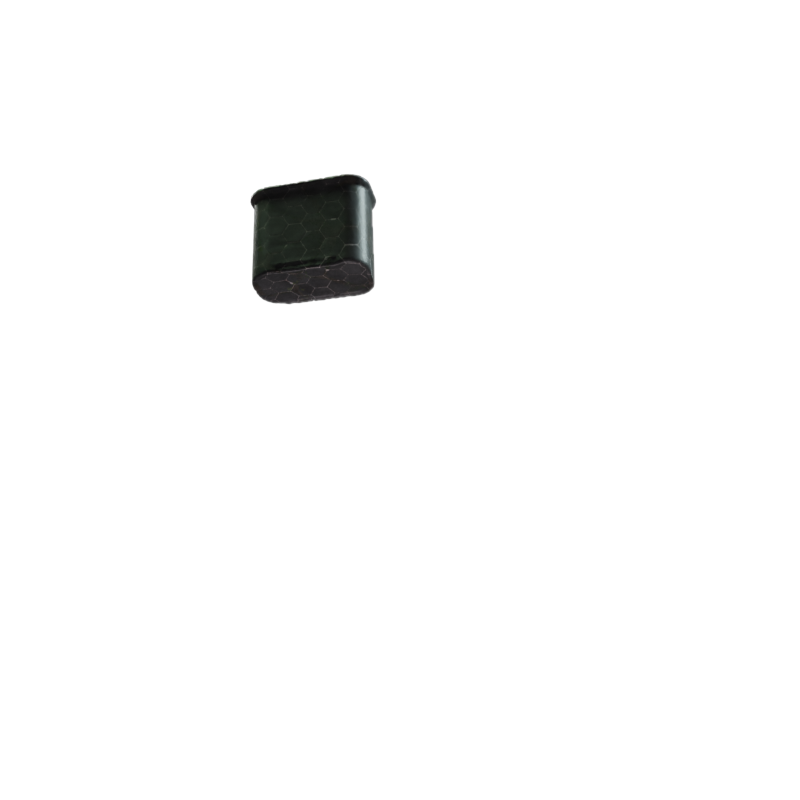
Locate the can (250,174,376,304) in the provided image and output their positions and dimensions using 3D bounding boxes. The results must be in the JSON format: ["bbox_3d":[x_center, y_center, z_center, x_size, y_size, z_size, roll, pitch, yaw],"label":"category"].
[{"bbox_3d":[-0.071,-0.129,0.901,0.103,0.089,0.053,-7,-31,11],"label":"can"}]
